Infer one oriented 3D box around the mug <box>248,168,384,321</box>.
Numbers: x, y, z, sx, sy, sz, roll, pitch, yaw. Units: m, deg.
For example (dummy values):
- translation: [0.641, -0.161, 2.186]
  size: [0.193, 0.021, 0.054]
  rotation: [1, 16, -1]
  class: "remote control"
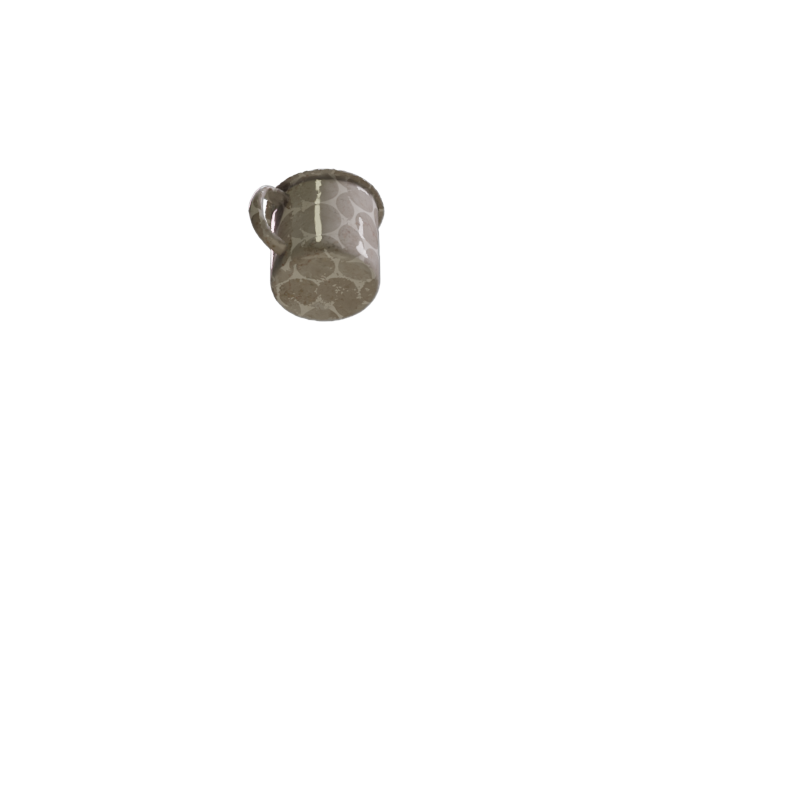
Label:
- translation: [-0.065, -0.119, 0.832]
  size: [0.110, 0.087, 0.092]
  rotation: [32, -50, -33]
  class: "mug"
